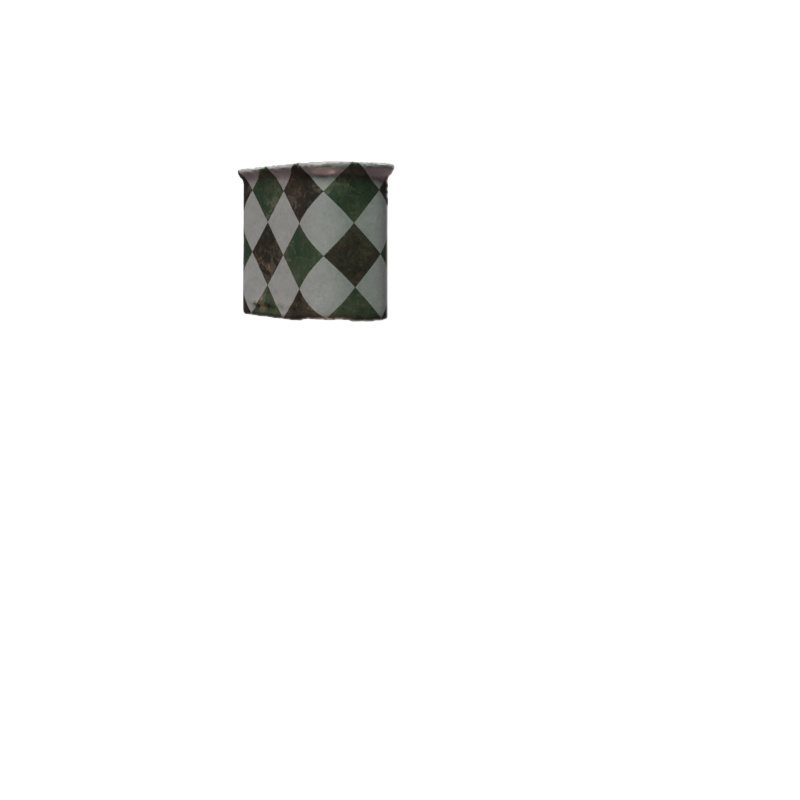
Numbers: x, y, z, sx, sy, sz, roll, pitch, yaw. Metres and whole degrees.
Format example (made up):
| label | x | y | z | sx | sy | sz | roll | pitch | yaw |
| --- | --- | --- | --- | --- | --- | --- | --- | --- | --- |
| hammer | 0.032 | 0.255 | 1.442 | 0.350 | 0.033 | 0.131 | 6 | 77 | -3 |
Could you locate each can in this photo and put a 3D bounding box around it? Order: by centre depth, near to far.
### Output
| label | x | y | z | sx | sy | sz | roll | pitch | yaw |
| --- | --- | --- | --- | --- | --- | --- | --- | --- | --- |
| can | -0.049 | -0.088 | 0.620 | 0.055 | 0.083 | 0.106 | -2 | 6 | -34 |
